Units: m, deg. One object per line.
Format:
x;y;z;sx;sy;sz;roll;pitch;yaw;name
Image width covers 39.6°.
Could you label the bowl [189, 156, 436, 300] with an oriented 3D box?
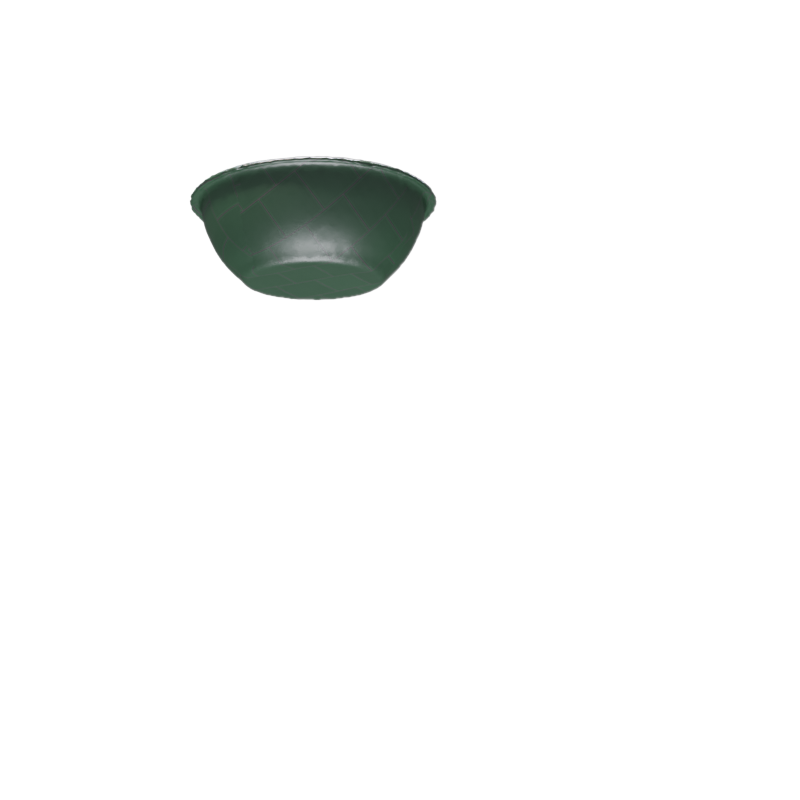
-0.057;-0.103;0.722;0.162;0.057;0.157;0;-11;-2;bowl
